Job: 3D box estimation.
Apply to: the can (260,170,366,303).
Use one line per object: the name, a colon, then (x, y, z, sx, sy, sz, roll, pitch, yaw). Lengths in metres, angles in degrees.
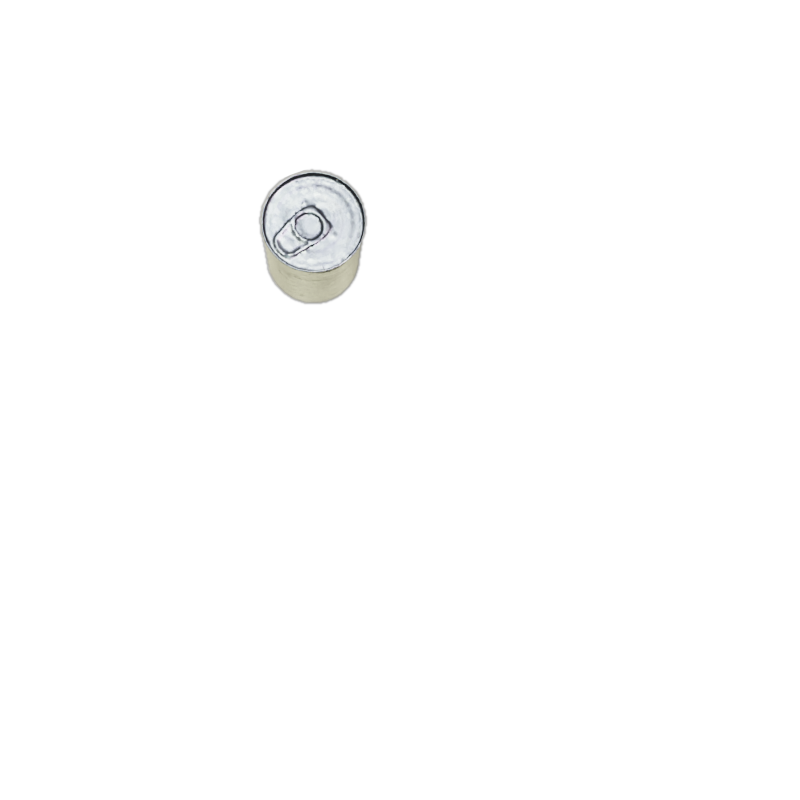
can: (-0.059, -0.108, 0.758, 0.068, 0.071, 0.099, 0, -10, -3)
